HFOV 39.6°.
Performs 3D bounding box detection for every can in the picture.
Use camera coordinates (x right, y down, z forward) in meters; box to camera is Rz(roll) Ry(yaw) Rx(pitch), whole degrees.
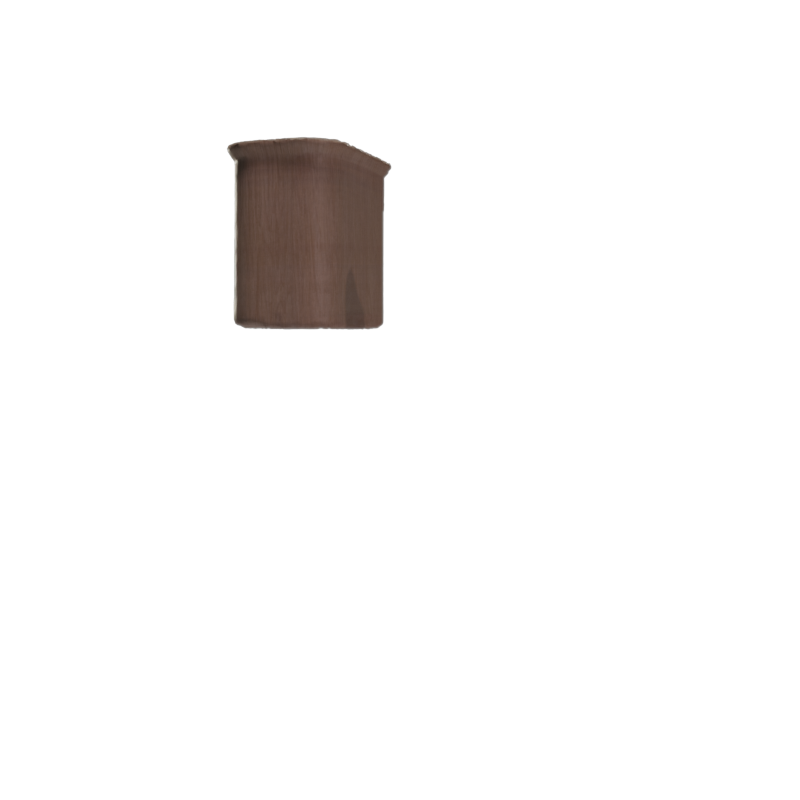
[{"bbox_3d":[-0.042,-0.076,0.531,0.059,0.084,0.099,-1,0,18],"label":"can"}]
